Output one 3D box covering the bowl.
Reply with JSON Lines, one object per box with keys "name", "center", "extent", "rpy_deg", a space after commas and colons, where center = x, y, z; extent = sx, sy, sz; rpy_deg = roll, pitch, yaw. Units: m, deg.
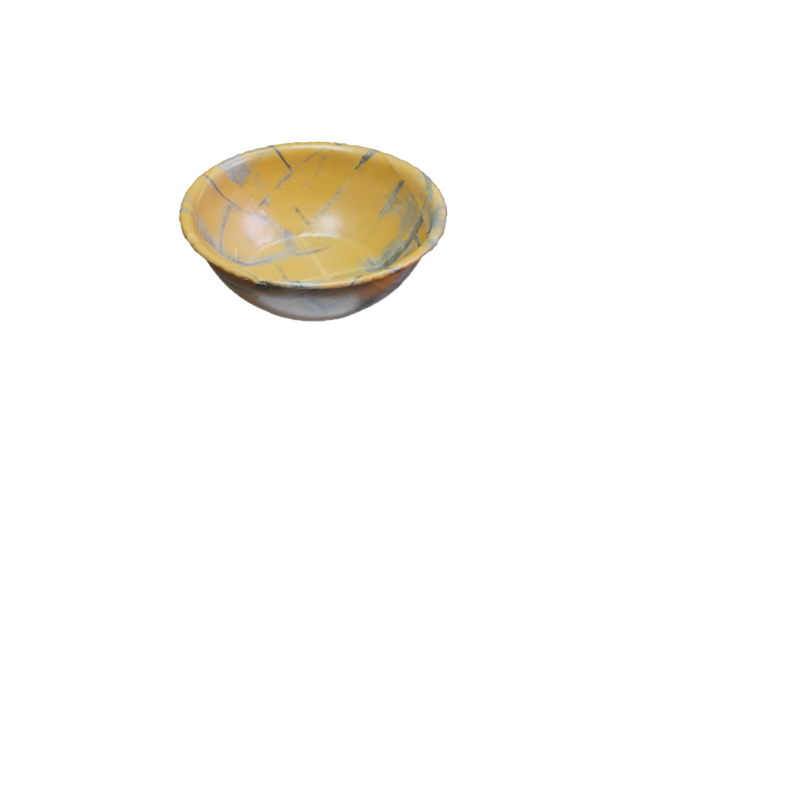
{"name": "bowl", "center": [-0.054, -0.098, 0.684], "extent": [0.162, 0.051, 0.174], "rpy_deg": [-1, 40, -2]}
